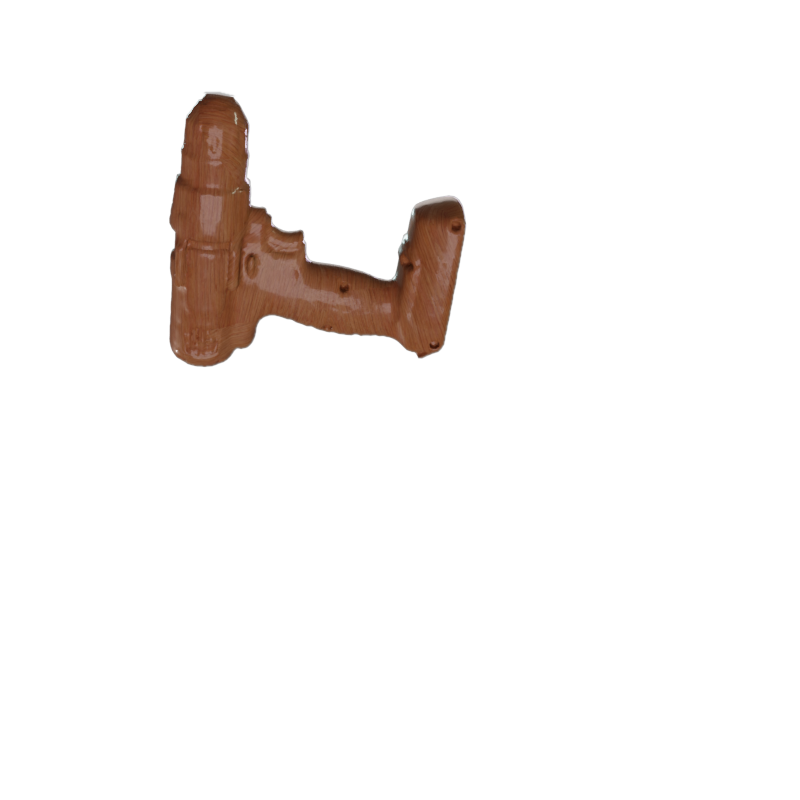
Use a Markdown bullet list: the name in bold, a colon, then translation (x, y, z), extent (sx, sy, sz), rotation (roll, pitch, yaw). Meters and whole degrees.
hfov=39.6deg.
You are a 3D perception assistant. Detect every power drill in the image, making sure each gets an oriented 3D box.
- **power drill**: translation (-0.056, -0.103, 0.722), extent (0.187, 0.175, 0.061), rotation (6, 26, -3)
